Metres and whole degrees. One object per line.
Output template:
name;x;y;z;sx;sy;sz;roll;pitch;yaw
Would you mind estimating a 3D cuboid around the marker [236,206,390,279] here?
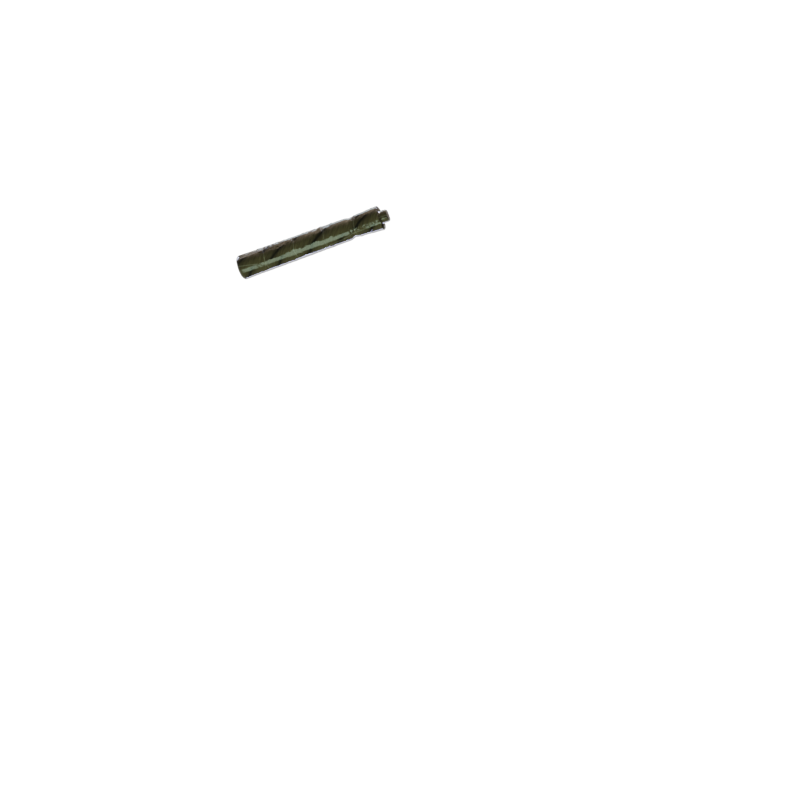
marker;-0.065;-0.119;0.833;0.122;0.020;0.019;-18;0;14
